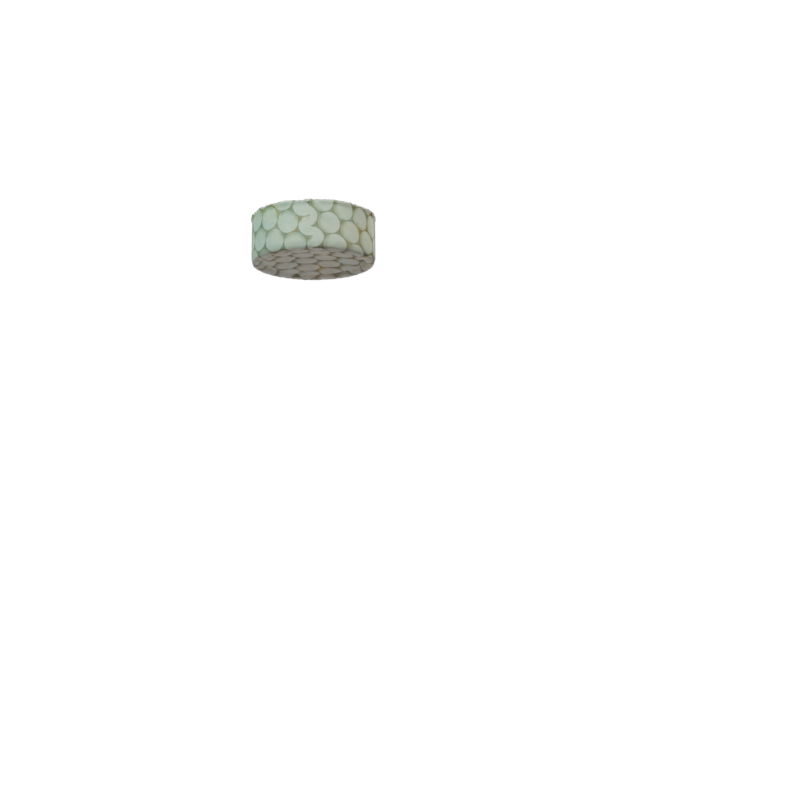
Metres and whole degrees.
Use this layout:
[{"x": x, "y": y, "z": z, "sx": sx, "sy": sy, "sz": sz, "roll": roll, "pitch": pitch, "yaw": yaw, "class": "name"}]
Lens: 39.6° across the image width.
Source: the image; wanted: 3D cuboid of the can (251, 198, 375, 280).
[{"x": -0.059, "y": -0.108, "z": 0.757, "sx": 0.086, "sy": 0.035, "sz": 0.083, "roll": 0, "pitch": -10, "yaw": -2, "class": "can"}]
